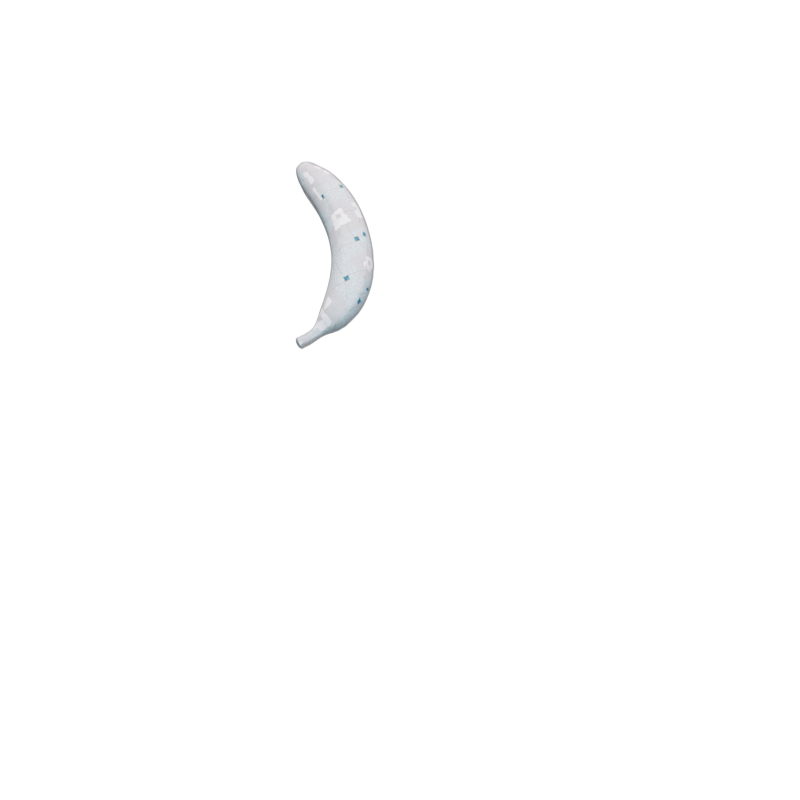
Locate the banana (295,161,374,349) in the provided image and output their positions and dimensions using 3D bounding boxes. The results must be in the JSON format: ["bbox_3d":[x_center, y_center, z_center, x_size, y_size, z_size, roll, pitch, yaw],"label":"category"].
[{"bbox_3d":[-0.059,-0.138,0.989,0.069,0.212,0.034,-2,-33,-2],"label":"banana"}]
